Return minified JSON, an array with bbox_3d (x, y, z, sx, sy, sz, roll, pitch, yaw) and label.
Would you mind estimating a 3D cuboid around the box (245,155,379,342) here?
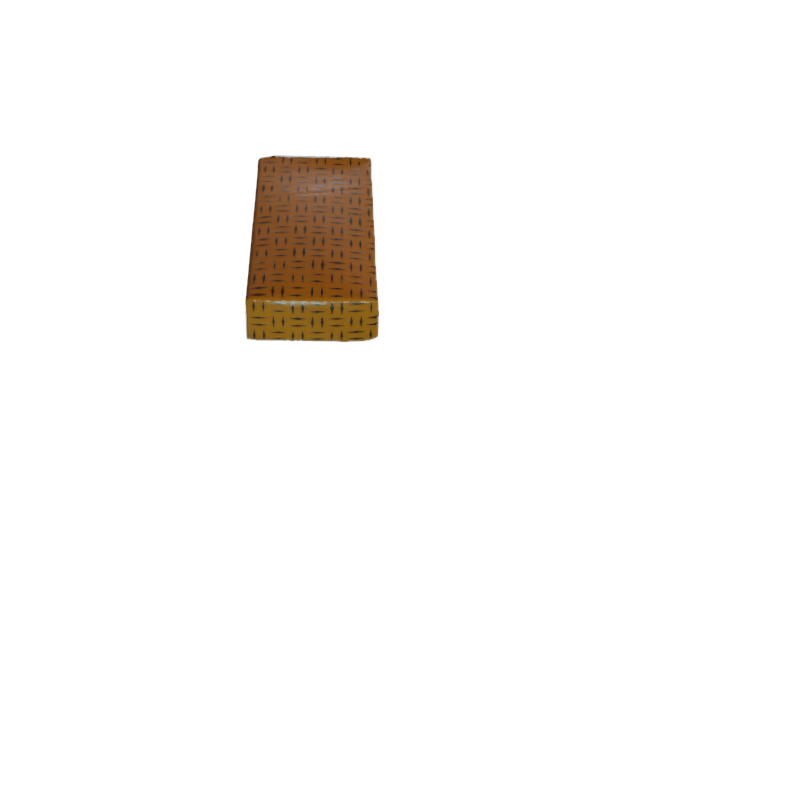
[{"bbox_3d":[-0.065,-0.119,0.828,0.093,0.045,0.189,-1,45,-3],"label":"box"}]
